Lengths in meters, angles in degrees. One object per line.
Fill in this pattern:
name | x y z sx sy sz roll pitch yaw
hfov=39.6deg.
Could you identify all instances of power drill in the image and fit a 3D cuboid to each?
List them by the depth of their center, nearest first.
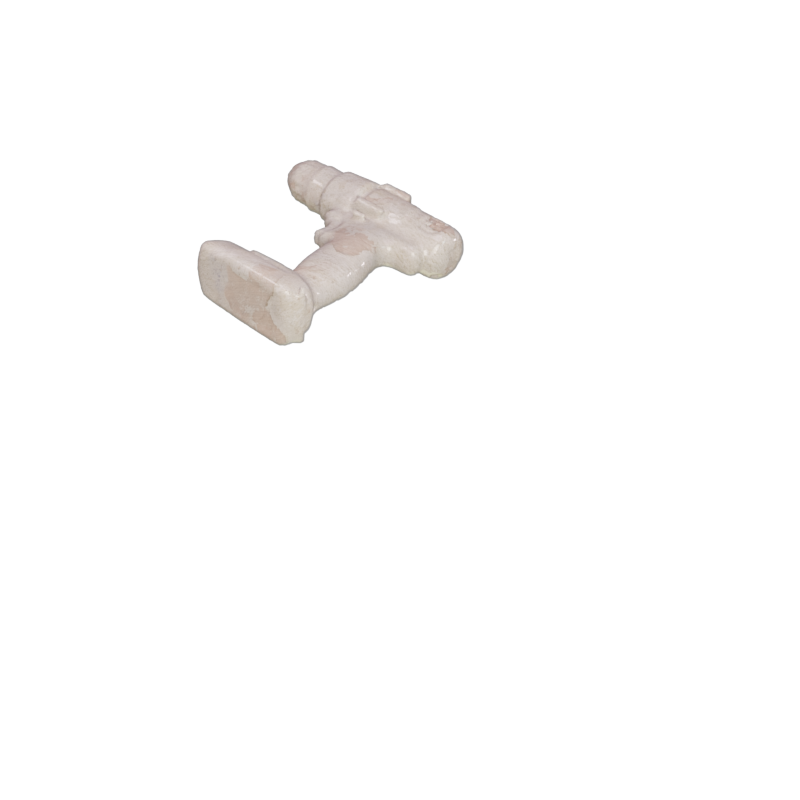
power drill | -0.070 -0.128 0.899 0.197 0.054 0.188 30 47 33
